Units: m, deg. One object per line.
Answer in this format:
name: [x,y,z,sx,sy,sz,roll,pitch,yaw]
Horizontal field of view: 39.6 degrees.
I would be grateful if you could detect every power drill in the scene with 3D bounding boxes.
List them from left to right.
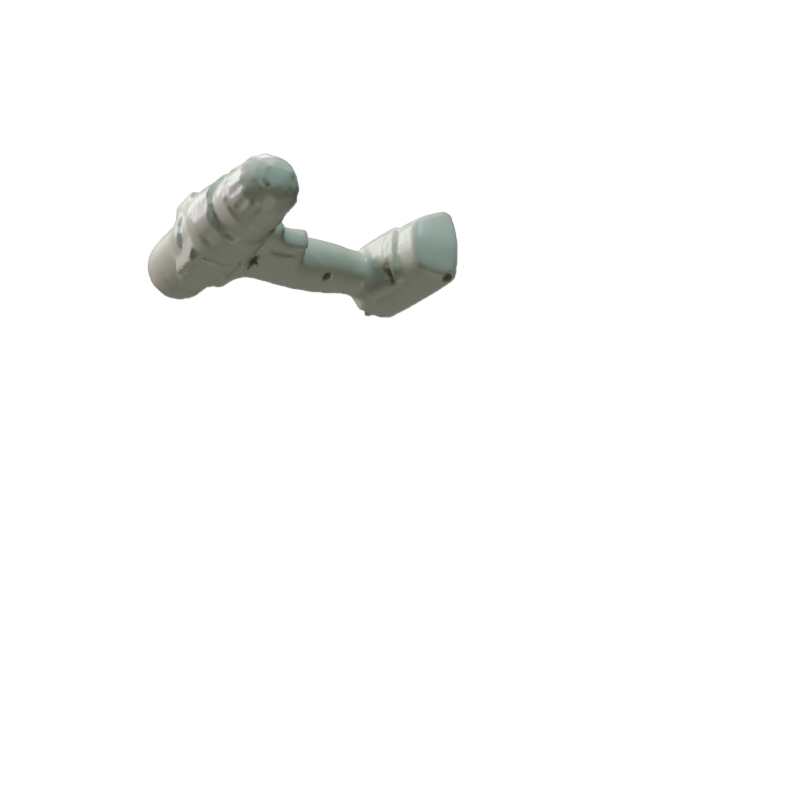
power drill: [-0.058,-0.106,0.746,0.180,0.060,0.184,7,-15,-28]
